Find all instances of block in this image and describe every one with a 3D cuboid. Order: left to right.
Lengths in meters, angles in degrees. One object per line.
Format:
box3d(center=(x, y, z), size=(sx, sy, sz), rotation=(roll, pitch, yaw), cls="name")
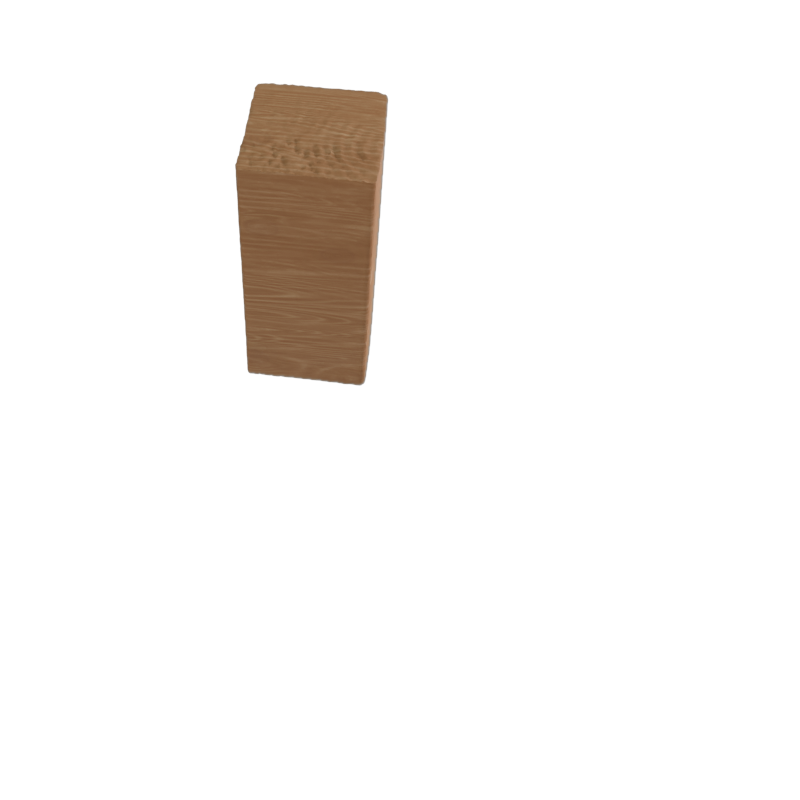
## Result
box3d(center=(-0.061, -0.112, 0.780), size=(0.091, 0.096, 0.192), rotation=(6, -40, 1), cls="block")
